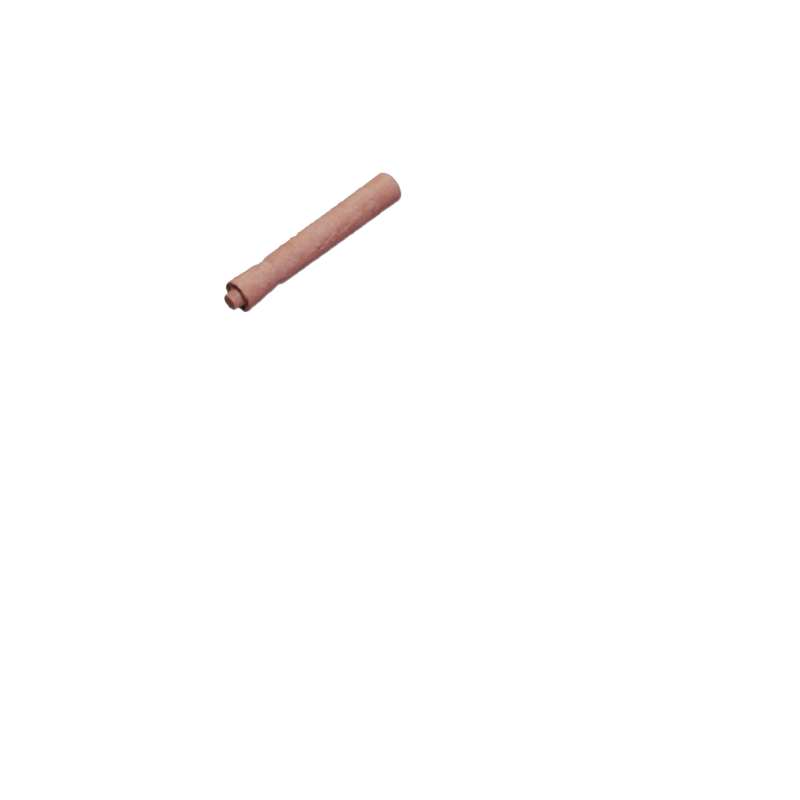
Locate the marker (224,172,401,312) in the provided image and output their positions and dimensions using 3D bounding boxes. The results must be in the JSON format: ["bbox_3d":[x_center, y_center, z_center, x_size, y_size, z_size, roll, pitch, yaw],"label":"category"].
[{"bbox_3d":[-0.047,-0.085,0.598,0.122,0.019,0.021,-40,25,-27],"label":"marker"}]
